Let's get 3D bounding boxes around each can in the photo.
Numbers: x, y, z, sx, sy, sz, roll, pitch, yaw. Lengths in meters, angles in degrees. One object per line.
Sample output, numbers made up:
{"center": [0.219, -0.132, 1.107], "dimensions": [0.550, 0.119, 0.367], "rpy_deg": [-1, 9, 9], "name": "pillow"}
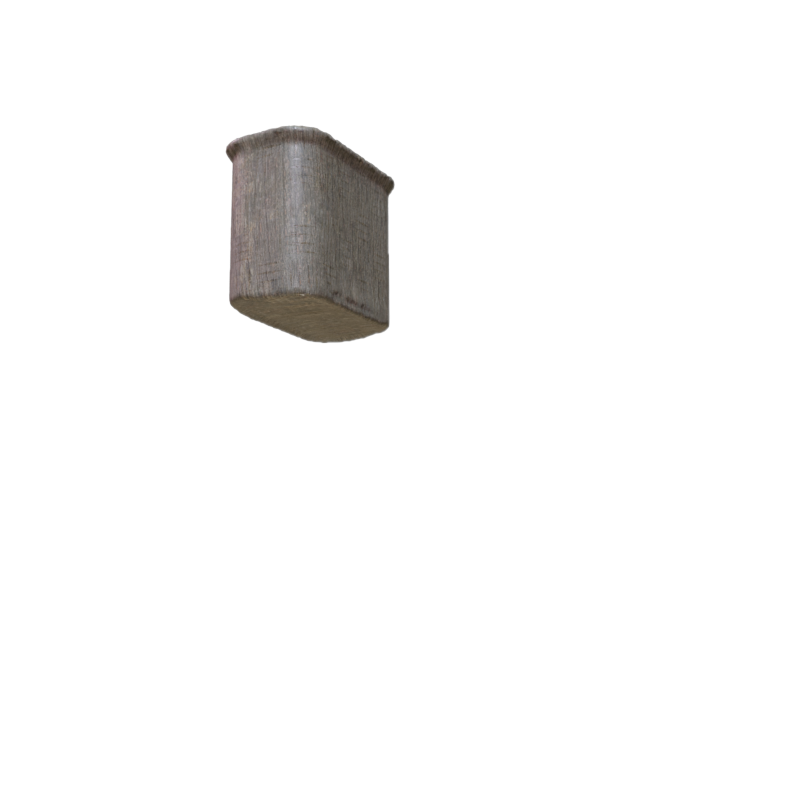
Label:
{"center": [-0.044, -0.081, 0.565], "dimensions": [0.059, 0.087, 0.096], "rpy_deg": [-9, -17, 28], "name": "can"}
